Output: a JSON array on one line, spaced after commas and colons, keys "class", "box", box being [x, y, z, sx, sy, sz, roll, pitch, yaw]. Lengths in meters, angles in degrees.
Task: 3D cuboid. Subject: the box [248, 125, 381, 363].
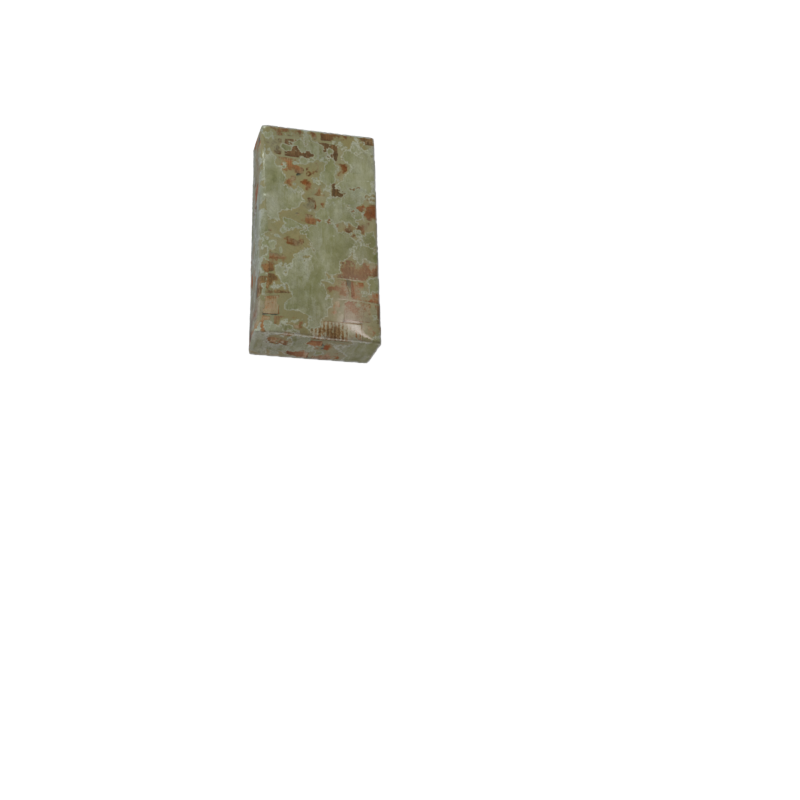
[{"class": "box", "box": [-0.065, -0.119, 0.837, 0.092, 0.187, 0.046, 5, -29, -12]}]
